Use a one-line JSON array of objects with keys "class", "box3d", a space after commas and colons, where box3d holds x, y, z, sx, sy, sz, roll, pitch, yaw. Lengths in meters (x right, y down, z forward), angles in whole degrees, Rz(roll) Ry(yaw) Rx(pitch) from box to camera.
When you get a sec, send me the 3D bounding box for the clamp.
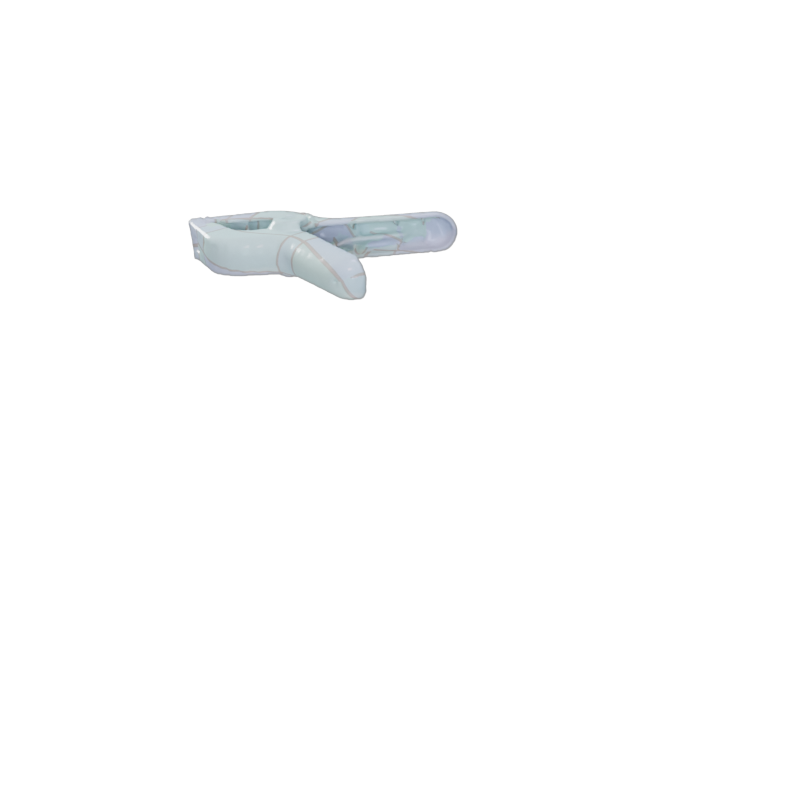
[{"class": "clamp", "box3d": [-0.054, -0.098, 0.688, 0.181, 0.038, 0.118, 16, 24, 38]}]
